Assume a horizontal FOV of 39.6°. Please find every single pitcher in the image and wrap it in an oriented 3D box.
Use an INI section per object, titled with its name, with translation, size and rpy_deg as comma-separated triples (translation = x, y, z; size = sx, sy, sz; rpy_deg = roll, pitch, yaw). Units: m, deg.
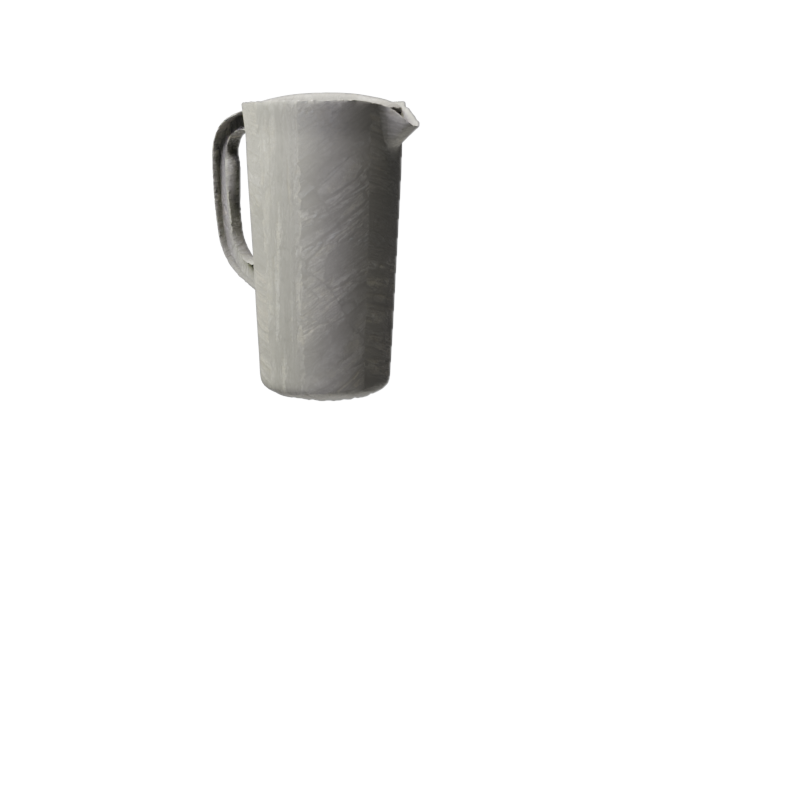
[pitcher]
translation = -0.071, -0.130, 0.913
size = 0.142, 0.239, 0.155
rpy_deg = -2, 9, -18
